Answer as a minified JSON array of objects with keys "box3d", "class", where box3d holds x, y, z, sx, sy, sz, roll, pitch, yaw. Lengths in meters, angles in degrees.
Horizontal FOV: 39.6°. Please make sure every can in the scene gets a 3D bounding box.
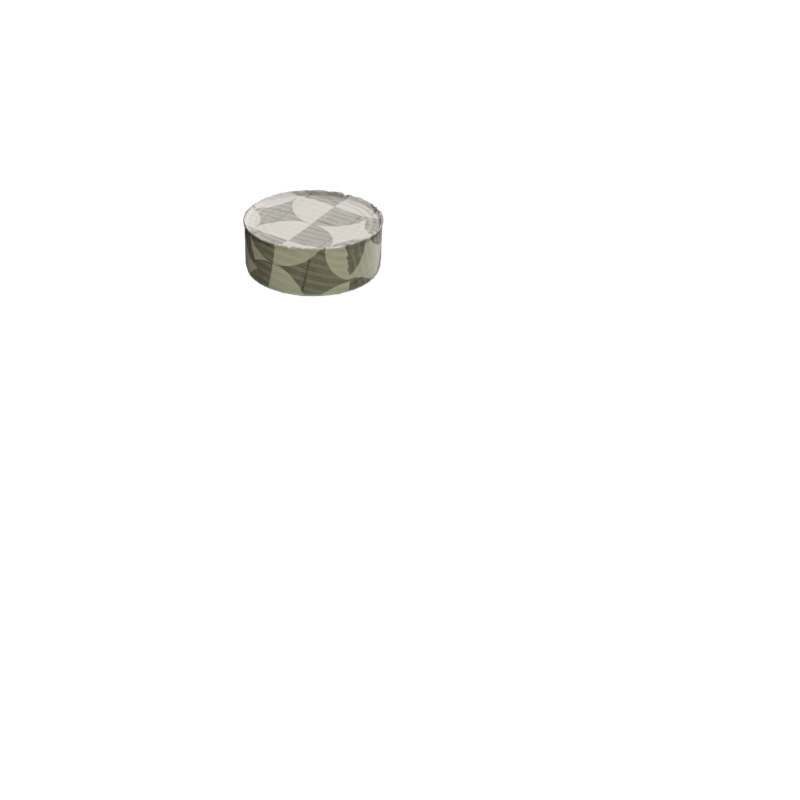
[{"box3d":[-0.053,-0.098,0.683,0.086,0.032,0.091,-1,32,-2],"class":"can"}]
